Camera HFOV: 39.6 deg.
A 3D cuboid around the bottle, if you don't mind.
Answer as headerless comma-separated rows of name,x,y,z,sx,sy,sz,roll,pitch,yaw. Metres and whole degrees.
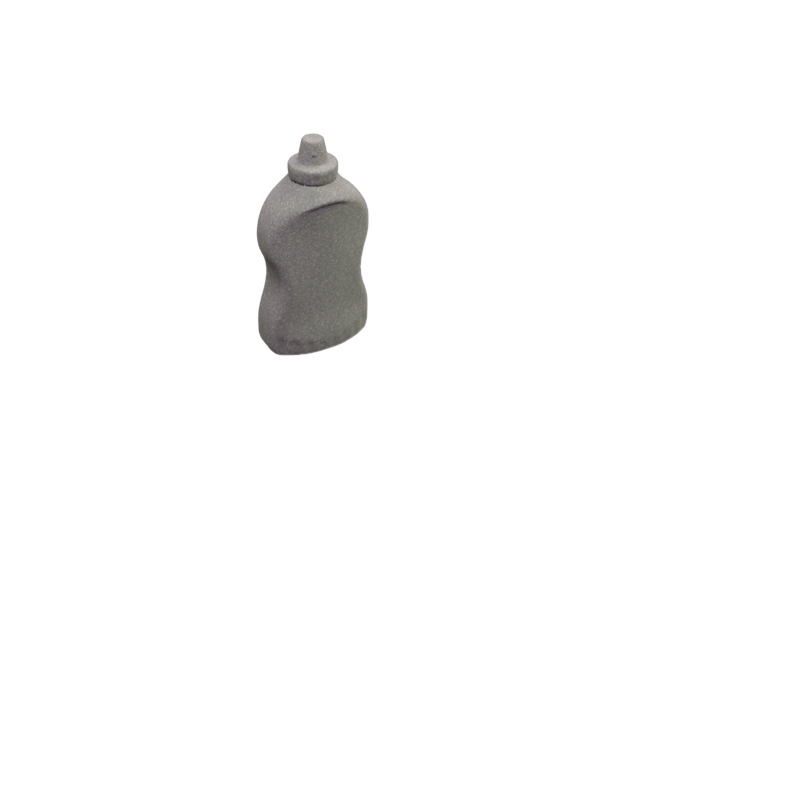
bottle,-0.073,-0.133,0.927,0.095,0.180,0.063,-15,38,-24
